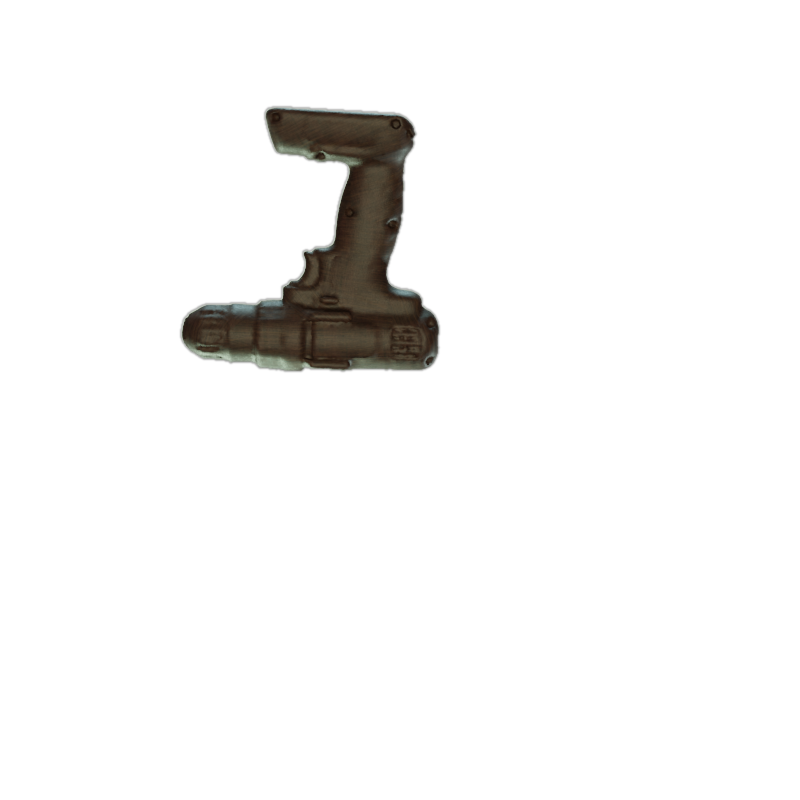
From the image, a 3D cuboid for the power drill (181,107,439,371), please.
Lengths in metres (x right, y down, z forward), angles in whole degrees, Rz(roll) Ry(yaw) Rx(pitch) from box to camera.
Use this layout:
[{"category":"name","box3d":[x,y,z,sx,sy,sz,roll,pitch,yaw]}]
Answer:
[{"category":"power drill","box3d":[-0.062,-0.113,0.790,0.184,0.185,0.058,2,6,-1]}]
